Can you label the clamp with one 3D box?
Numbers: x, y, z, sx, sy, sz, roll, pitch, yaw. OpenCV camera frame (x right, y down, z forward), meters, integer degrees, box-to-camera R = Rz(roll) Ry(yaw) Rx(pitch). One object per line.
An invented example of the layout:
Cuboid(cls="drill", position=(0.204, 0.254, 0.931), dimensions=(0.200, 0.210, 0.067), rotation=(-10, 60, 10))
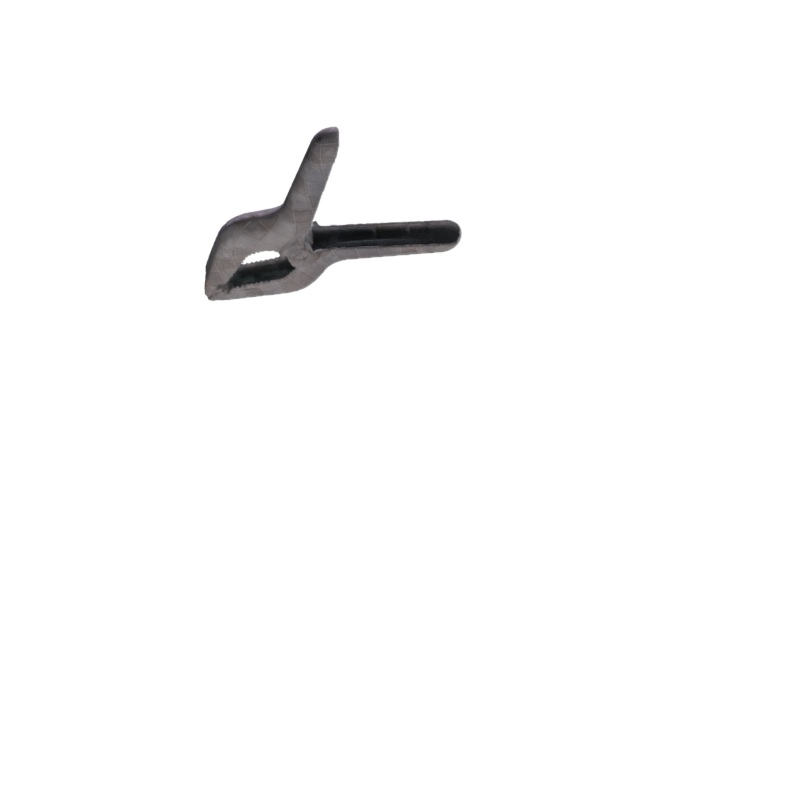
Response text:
Cuboid(cls="clamp", position=(-0.068, -0.125, 0.874), dimensions=(0.210, 0.039, 0.154), rotation=(-27, -40, 37))
